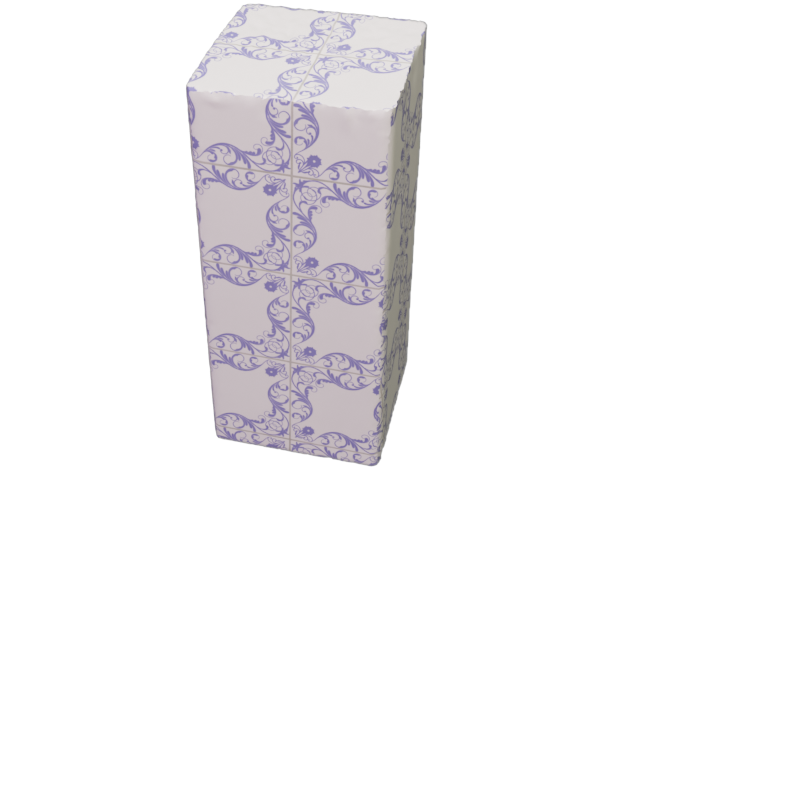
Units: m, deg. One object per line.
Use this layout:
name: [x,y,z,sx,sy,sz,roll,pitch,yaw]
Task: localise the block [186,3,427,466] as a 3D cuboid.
block: [-0.043,-0.077,0.542,0.092,0.192,0.095,10,40,8]
